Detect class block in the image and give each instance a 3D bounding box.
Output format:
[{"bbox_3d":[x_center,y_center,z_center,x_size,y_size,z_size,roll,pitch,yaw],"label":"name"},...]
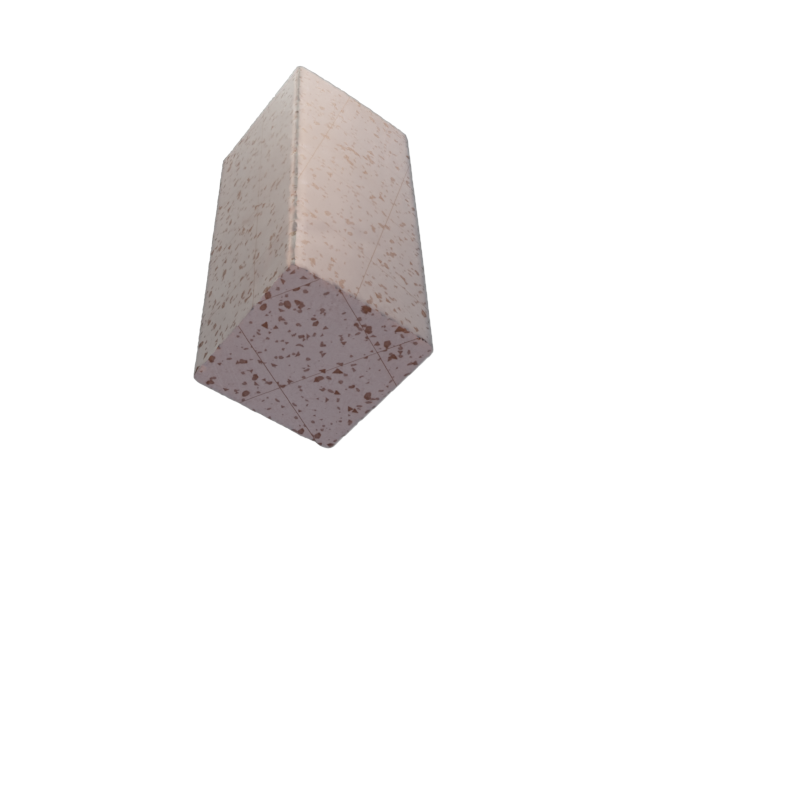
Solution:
[{"bbox_3d":[-0.049,-0.090,0.631,0.086,0.221,0.089,29,-58,-25],"label":"block"}]
